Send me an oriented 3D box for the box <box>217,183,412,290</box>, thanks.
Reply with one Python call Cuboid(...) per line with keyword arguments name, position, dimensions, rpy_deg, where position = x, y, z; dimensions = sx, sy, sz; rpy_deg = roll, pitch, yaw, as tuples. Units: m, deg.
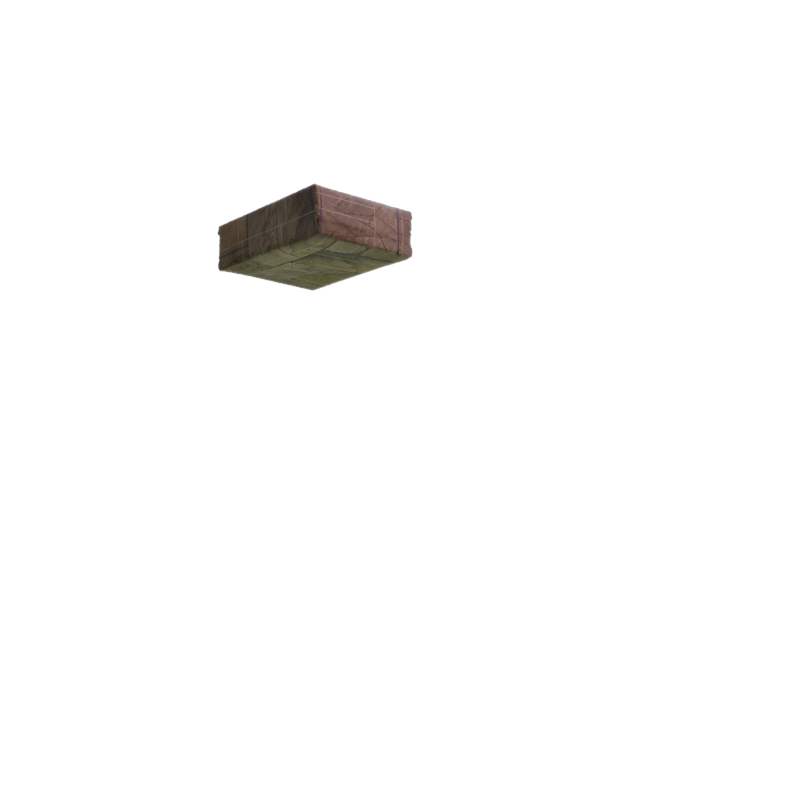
Cuboid(name="box", position=(-0.061, -0.111, 0.780), dimensions=(0.085, 0.040, 0.116), rpy_deg=(8, -12, -41))
